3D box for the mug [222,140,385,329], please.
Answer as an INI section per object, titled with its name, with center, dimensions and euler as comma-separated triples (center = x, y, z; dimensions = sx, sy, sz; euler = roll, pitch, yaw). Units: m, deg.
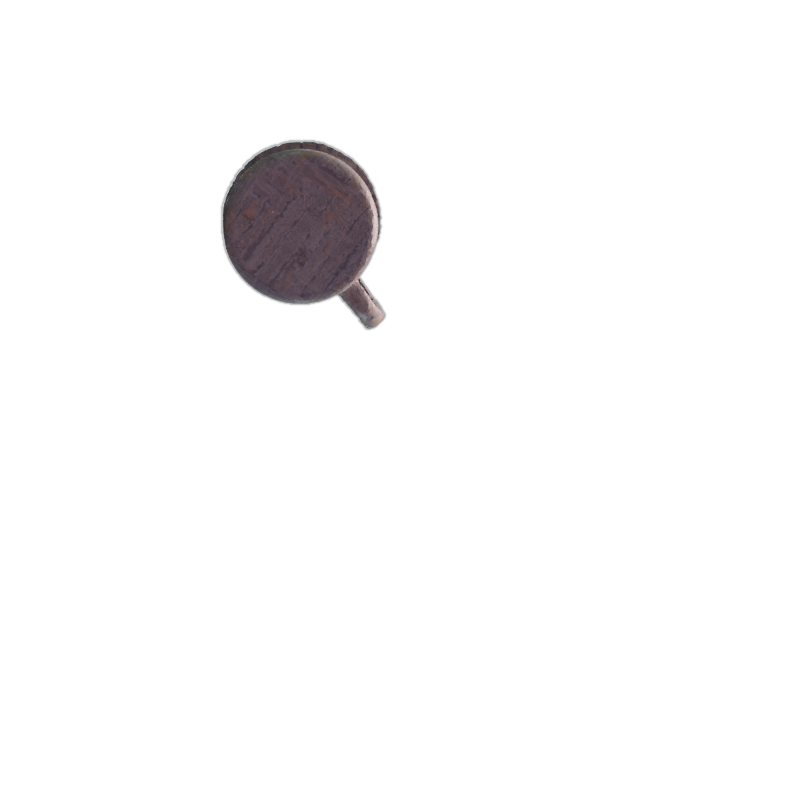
[mug]
center = -0.048, -0.087, 0.611
dimensions = 0.093, 0.116, 0.083
euler = -34, 6, 3
